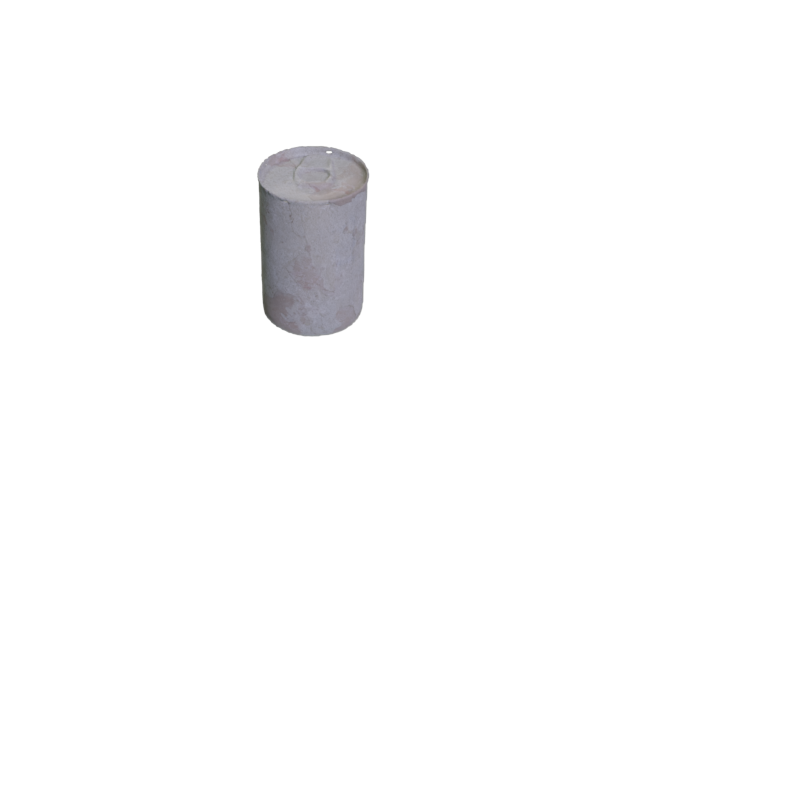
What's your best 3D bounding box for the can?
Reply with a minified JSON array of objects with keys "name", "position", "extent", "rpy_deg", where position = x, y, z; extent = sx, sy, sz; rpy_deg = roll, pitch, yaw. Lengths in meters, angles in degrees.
[{"name":"can","position":[-0.055,-0.100,0.699],"extent":[0.068,0.095,0.073],"rpy_deg":[0,38,-3]}]
